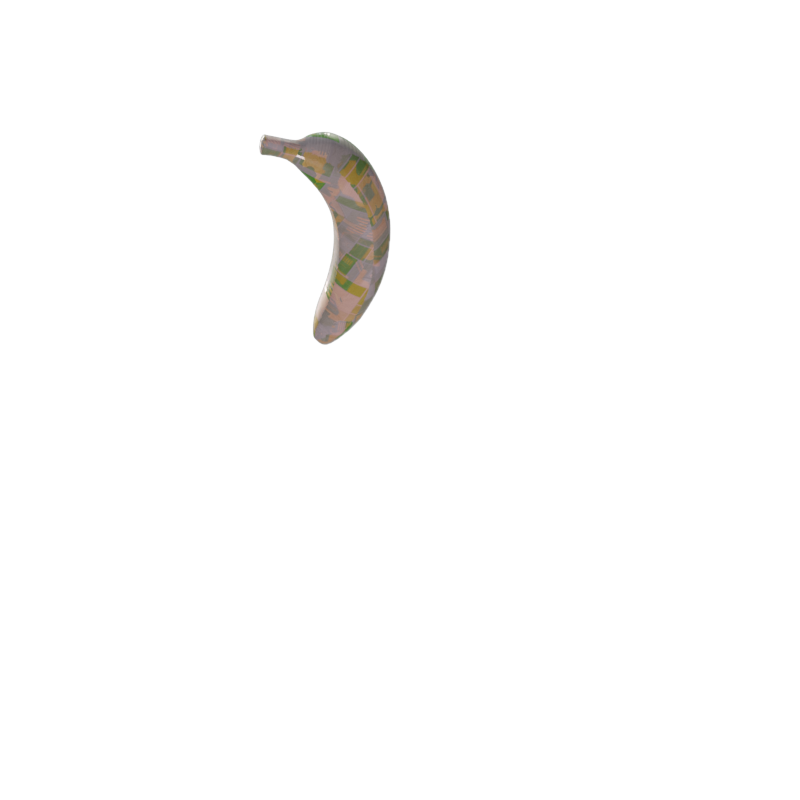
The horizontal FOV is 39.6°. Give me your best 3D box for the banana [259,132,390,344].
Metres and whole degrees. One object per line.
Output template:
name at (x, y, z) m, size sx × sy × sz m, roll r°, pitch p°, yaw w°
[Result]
banana at (-0.040, -0.110, 0.734) m, size 0.070 × 0.039 × 0.183 m, roll -6°, pitch -42°, yaw 6°
